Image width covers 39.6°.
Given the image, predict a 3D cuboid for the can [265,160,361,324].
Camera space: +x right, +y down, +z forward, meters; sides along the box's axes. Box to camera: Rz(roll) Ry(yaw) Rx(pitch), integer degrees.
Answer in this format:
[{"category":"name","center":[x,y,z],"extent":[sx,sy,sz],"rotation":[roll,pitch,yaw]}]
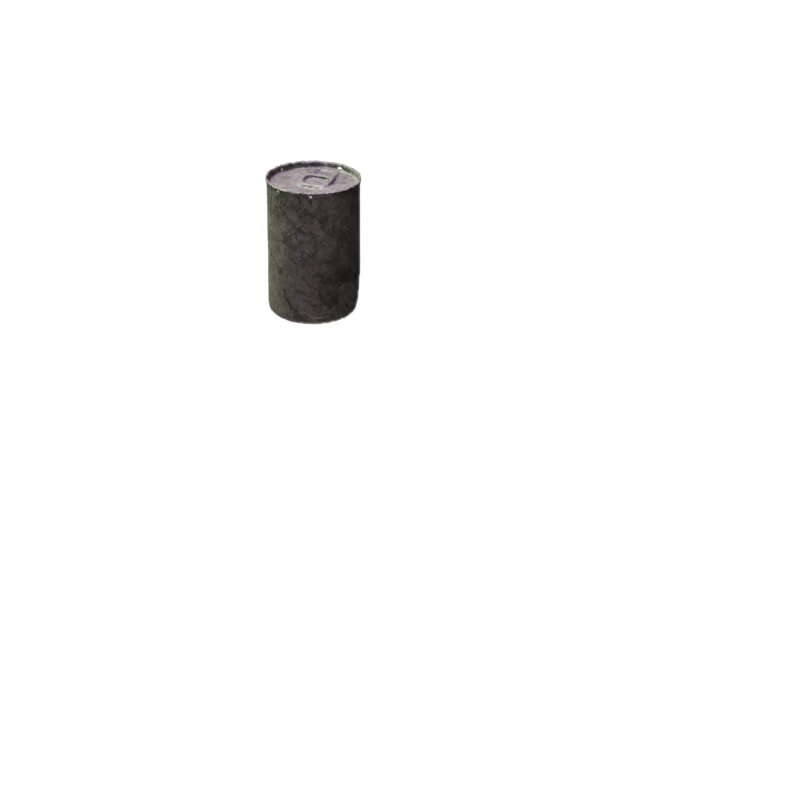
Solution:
[{"category":"can","center":[-0.063,-0.115,0.804],"extent":[0.068,0.097,0.072],"rotation":[0,27,-2]}]
